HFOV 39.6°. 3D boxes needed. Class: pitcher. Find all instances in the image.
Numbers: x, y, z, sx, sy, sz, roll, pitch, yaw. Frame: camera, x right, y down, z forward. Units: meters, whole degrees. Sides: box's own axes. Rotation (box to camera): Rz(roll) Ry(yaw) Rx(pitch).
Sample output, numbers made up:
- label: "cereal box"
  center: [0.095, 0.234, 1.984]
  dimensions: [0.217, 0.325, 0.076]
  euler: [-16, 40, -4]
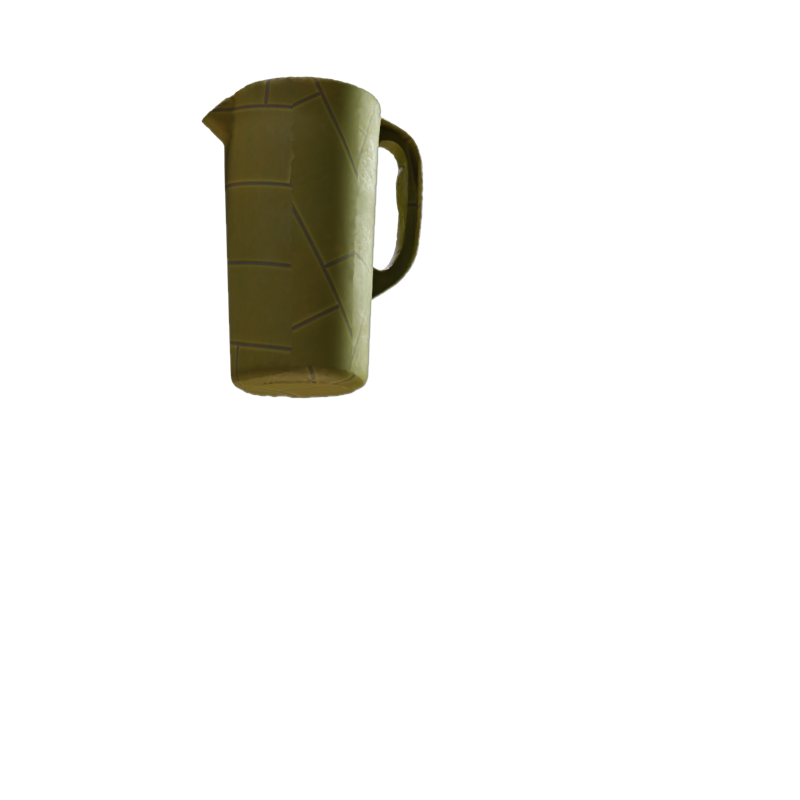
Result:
- label: "pitcher"
  center: [-0.070, -0.128, 0.898]
  dimensions: [0.152, 0.251, 0.137]
  euler: [-6, -14, 22]
